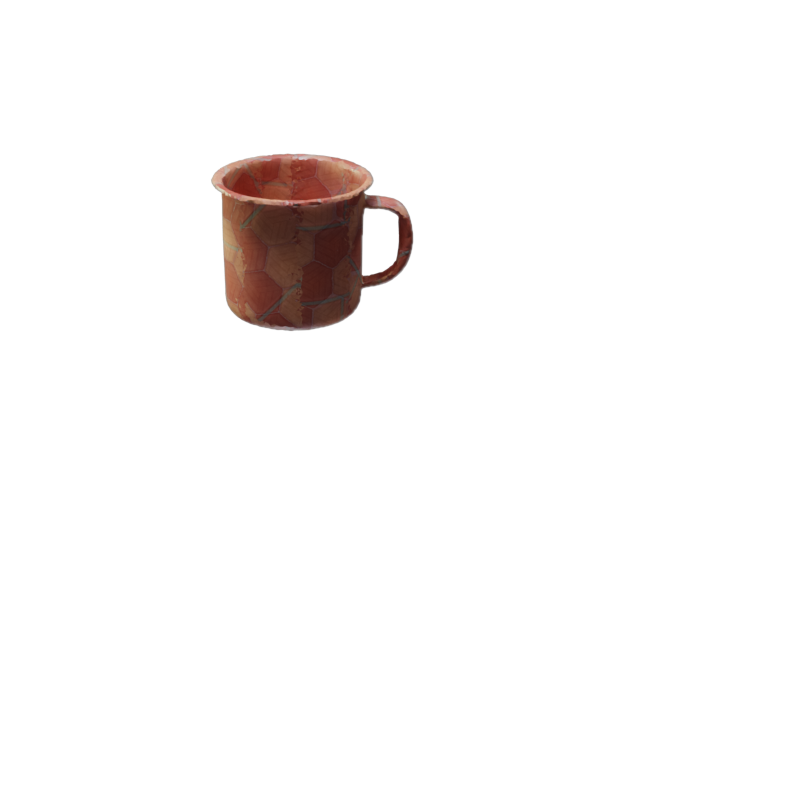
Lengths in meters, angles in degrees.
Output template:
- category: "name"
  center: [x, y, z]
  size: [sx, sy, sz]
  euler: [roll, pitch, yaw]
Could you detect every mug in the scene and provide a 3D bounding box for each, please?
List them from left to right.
- category: "mug"
  center: [-0.051, -0.093, 0.651]
  size: [0.117, 0.077, 0.098]
  euler: [-1, 26, -3]
